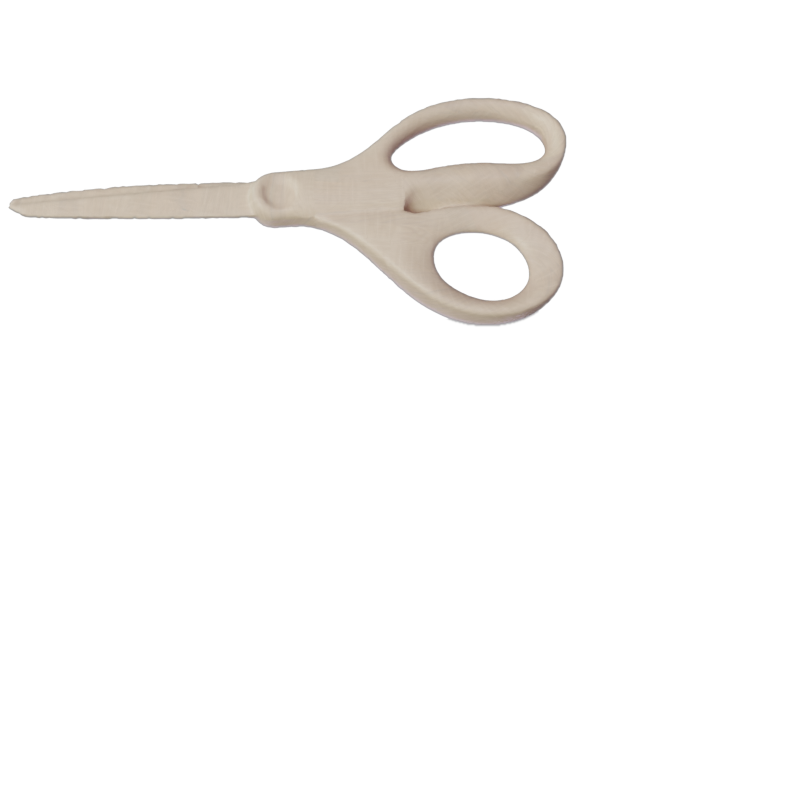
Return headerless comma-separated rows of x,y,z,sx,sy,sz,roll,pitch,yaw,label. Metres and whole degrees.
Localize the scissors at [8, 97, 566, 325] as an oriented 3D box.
-0.031,-0.056,0.394,0.201,0.102,0.015,-17,-23,-7,scissors
